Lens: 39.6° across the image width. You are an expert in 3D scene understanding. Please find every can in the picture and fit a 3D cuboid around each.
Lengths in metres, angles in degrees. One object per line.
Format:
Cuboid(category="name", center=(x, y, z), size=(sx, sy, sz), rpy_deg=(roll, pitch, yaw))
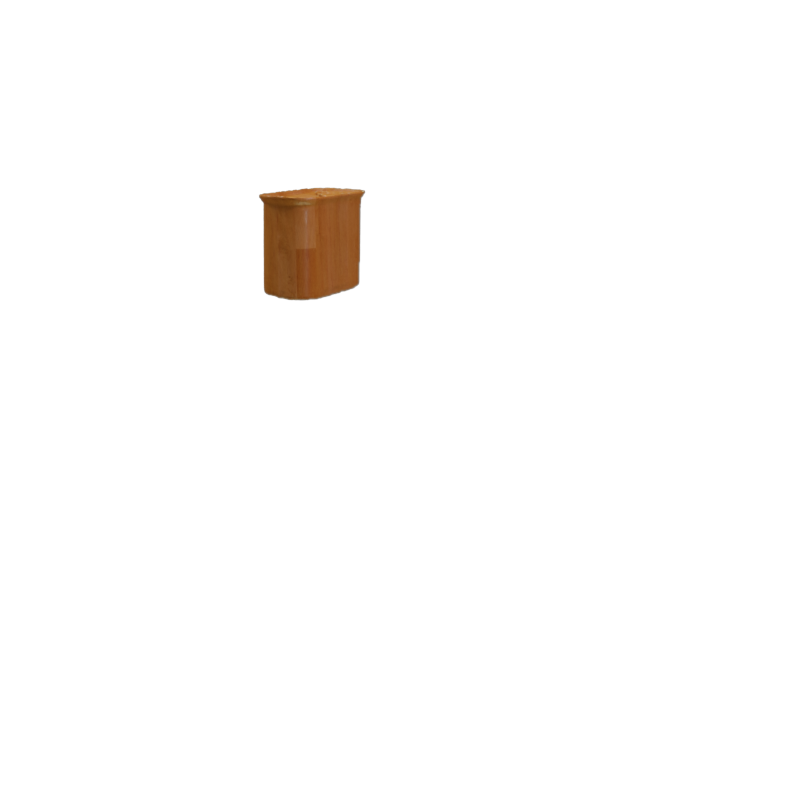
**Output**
Cuboid(category="can", center=(-0.073, -0.132, 0.927), size=(0.060, 0.082, 0.100), rpy_deg=(6, 13, 28))
